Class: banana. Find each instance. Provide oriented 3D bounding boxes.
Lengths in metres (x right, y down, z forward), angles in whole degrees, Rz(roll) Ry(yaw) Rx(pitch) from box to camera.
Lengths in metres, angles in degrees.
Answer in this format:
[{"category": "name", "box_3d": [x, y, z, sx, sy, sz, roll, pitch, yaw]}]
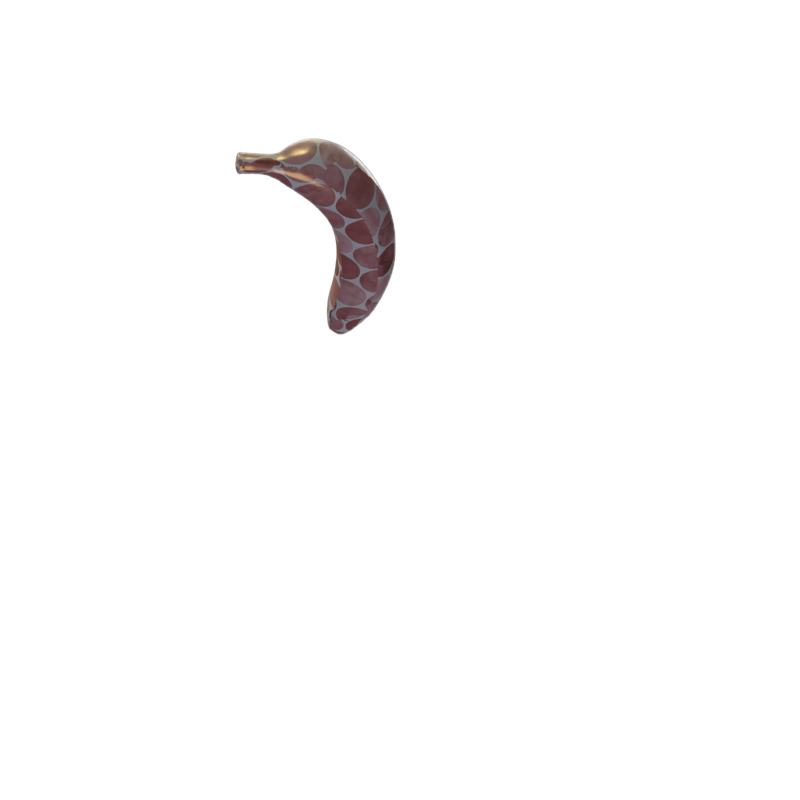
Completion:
[{"category": "banana", "box_3d": [-0.037, -0.103, 0.682, 0.070, 0.039, 0.183, -8, -32, 12]}]
